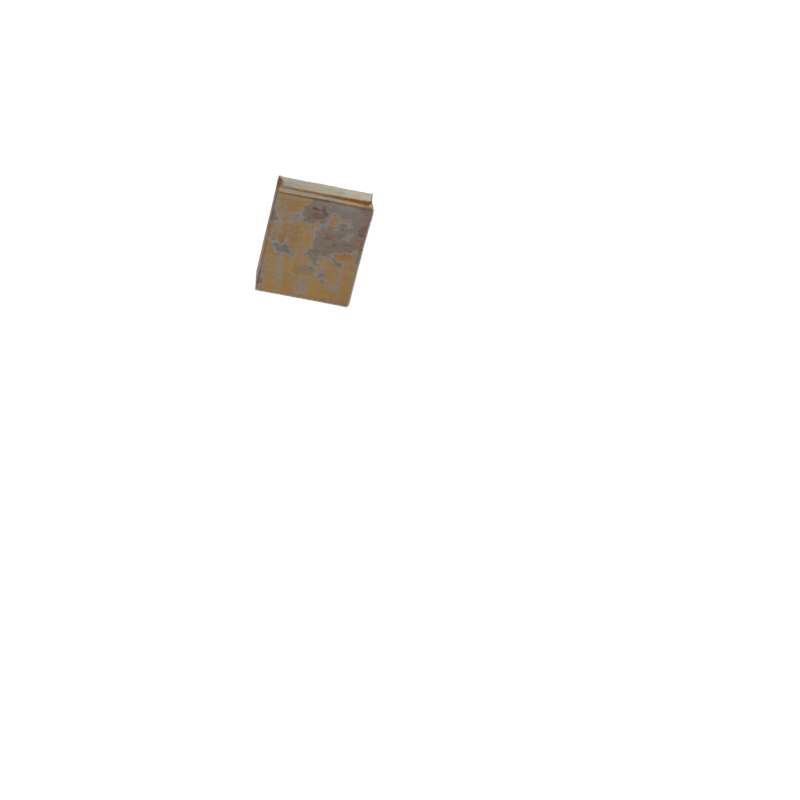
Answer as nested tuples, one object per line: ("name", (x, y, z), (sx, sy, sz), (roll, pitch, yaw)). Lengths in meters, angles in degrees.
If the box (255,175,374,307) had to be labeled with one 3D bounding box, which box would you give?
("box", (-0.065, -0.118, 0.828), (0.072, 0.085, 0.032), (11, 30, -7))
